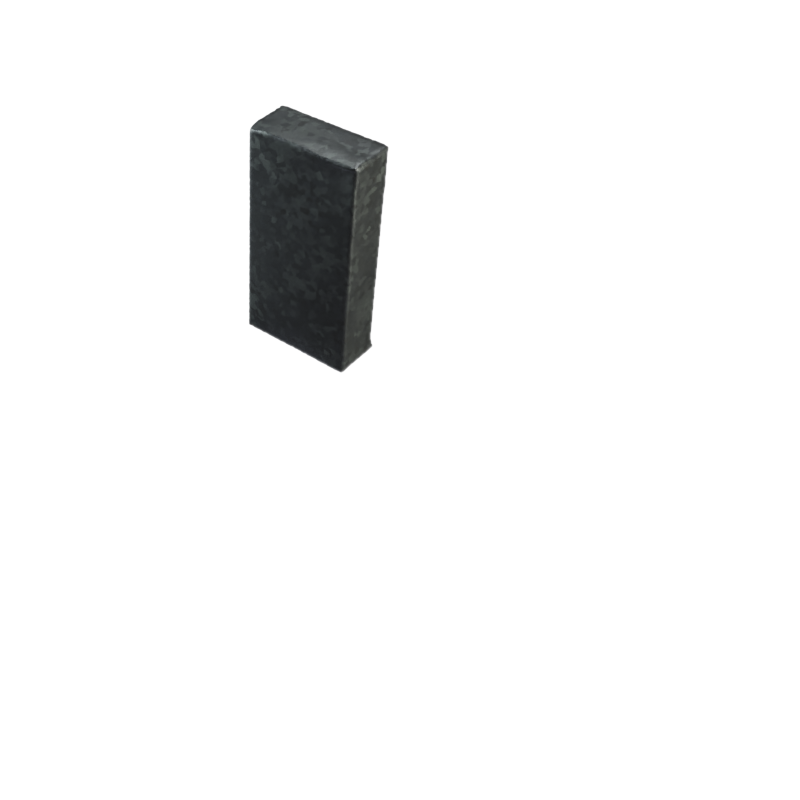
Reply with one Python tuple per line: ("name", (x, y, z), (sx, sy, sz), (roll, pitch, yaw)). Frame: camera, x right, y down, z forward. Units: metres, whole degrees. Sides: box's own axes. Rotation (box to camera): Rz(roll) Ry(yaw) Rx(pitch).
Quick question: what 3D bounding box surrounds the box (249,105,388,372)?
("box", (-0.062, -0.113, 0.793), (0.098, 0.164, 0.049), (27, 45, 26))
